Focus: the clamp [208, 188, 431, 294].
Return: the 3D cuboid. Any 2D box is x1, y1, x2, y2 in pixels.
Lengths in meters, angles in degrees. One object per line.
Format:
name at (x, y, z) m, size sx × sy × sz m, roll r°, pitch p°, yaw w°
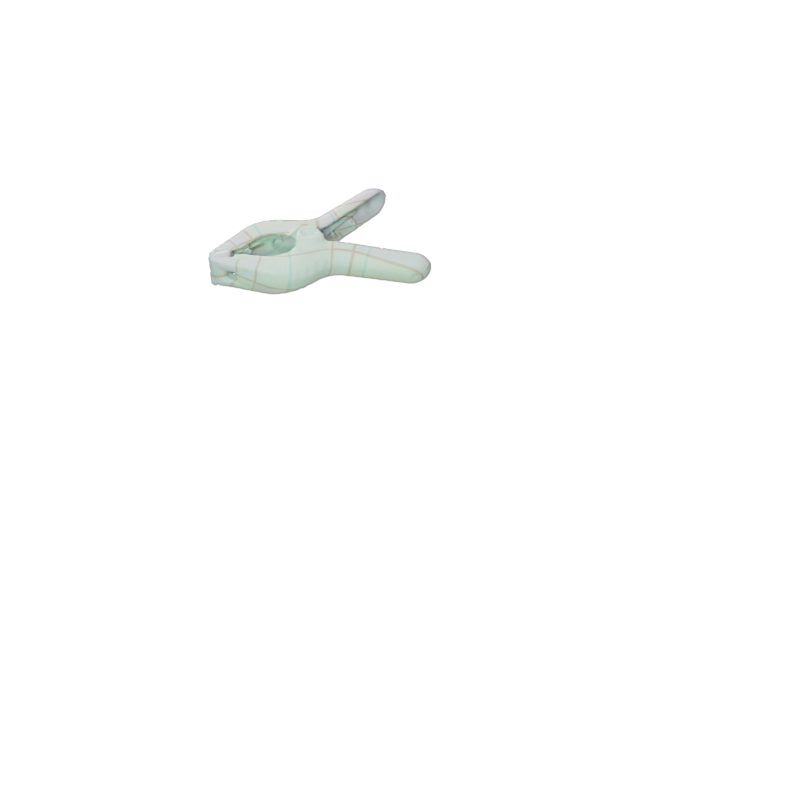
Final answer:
clamp at (-0.070, -0.128, 0.897) m, size 0.170 × 0.037 × 0.129 m, roll -5°, pitch 35°, yaw -8°
